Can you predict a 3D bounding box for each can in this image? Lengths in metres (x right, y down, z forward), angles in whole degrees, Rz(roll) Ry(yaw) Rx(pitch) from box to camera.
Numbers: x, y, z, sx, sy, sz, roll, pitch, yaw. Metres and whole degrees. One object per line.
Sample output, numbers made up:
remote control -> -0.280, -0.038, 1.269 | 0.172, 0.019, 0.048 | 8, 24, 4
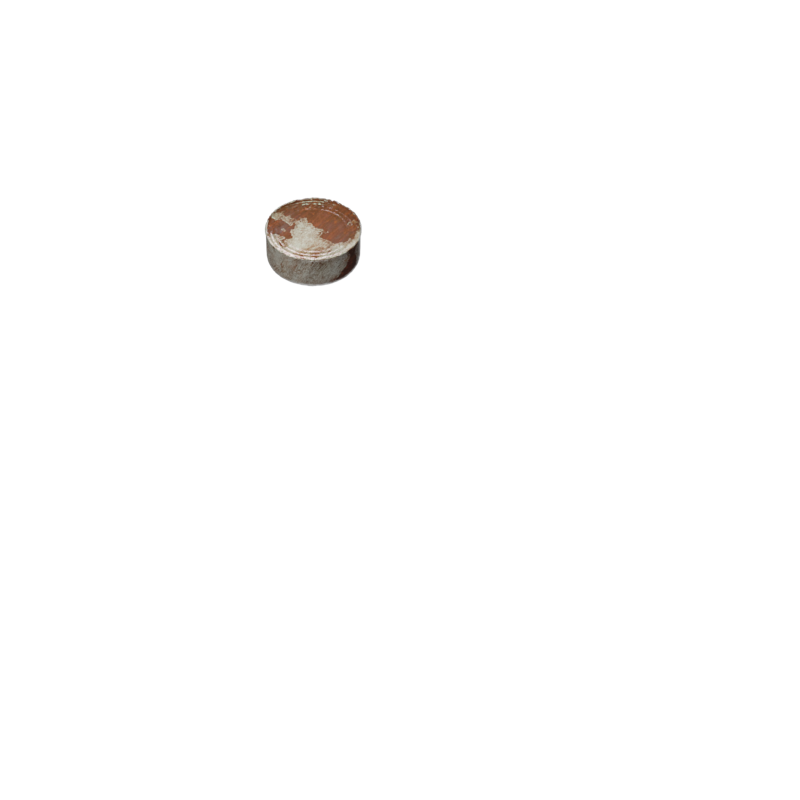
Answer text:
can -> -0.077, -0.141, 0.989 | 0.086, 0.092, 0.031 | -1, -45, -1
